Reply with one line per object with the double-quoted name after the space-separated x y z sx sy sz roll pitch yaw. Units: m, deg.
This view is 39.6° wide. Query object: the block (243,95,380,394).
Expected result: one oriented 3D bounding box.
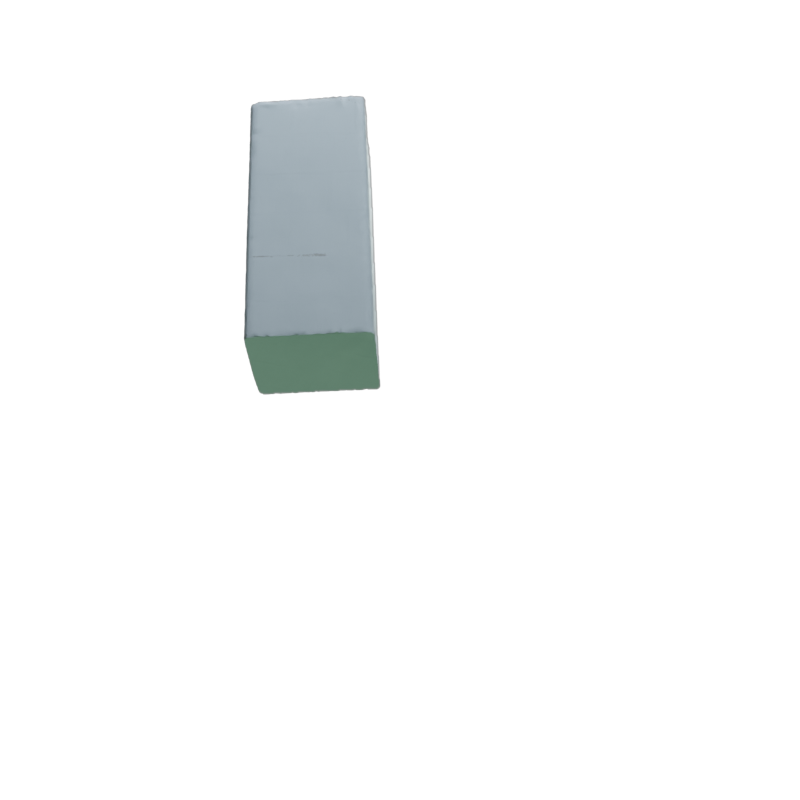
-0.065 -0.119 0.829 0.091 0.220 0.084 -4 -31 2 "block"
